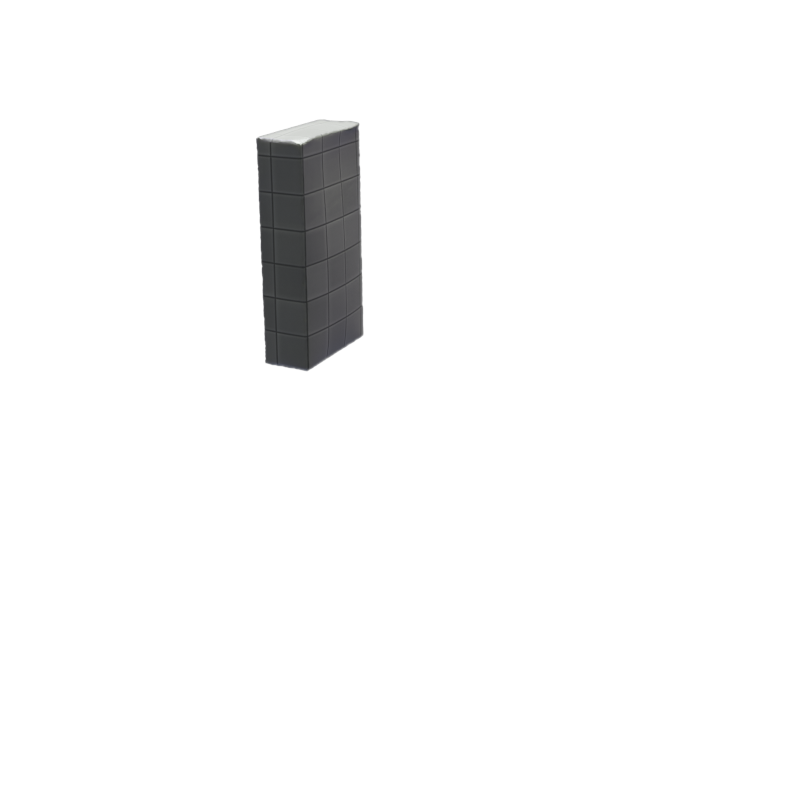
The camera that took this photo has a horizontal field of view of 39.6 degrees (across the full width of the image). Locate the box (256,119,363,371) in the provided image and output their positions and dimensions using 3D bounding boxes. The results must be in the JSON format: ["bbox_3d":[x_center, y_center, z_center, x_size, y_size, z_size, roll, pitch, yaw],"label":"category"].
[{"bbox_3d":[-0.067,-0.122,0.852,0.050,0.169,0.093,10,21,25],"label":"box"}]
